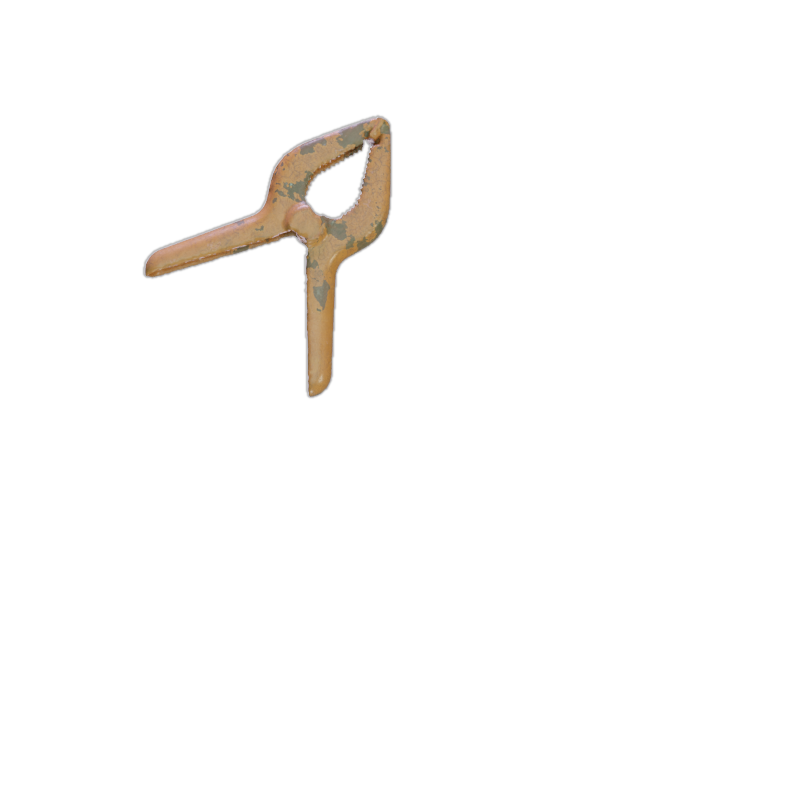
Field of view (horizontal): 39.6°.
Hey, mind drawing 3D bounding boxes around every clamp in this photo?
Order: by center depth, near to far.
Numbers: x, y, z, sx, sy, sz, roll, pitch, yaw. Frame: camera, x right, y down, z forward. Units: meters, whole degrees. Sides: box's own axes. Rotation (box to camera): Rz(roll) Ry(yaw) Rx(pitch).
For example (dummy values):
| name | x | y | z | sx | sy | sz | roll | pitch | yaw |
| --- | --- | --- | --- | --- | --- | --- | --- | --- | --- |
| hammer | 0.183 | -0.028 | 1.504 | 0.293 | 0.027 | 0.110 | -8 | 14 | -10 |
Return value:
| name | x | y | z | sx | sy | sz | roll | pitch | yaw |
| --- | --- | --- | --- | --- | --- | --- | --- | --- | --- |
| clamp | -0.065 | -0.119 | 0.836 | 0.167 | 0.211 | 0.036 | 42 | -7 | 6 |
